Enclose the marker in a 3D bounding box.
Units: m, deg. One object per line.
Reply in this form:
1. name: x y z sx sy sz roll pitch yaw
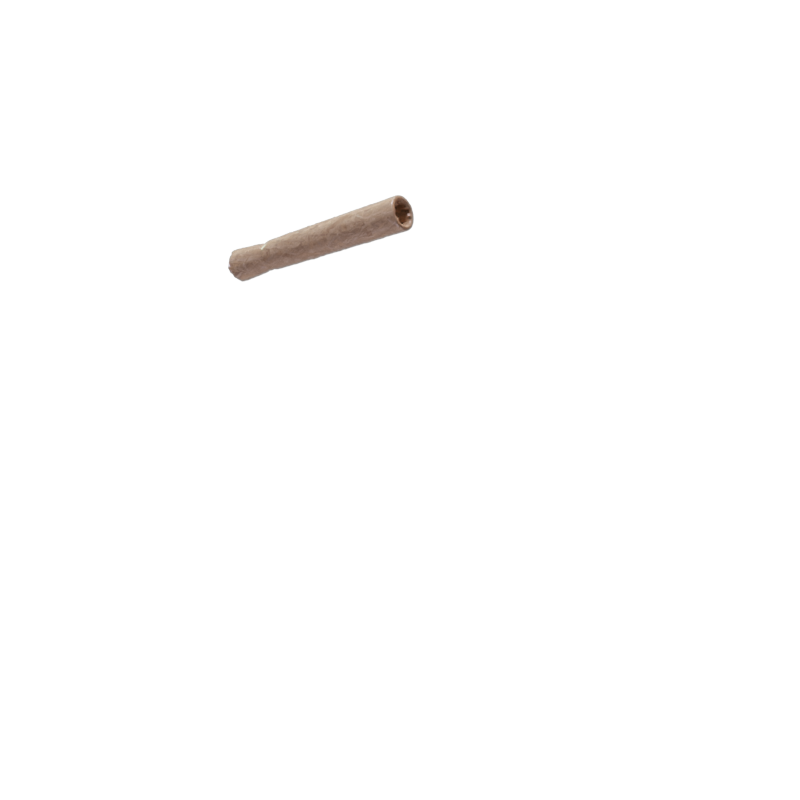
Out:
1. marker: -0.047 -0.085 0.594 0.123 0.020 0.019 -11 -4 37
